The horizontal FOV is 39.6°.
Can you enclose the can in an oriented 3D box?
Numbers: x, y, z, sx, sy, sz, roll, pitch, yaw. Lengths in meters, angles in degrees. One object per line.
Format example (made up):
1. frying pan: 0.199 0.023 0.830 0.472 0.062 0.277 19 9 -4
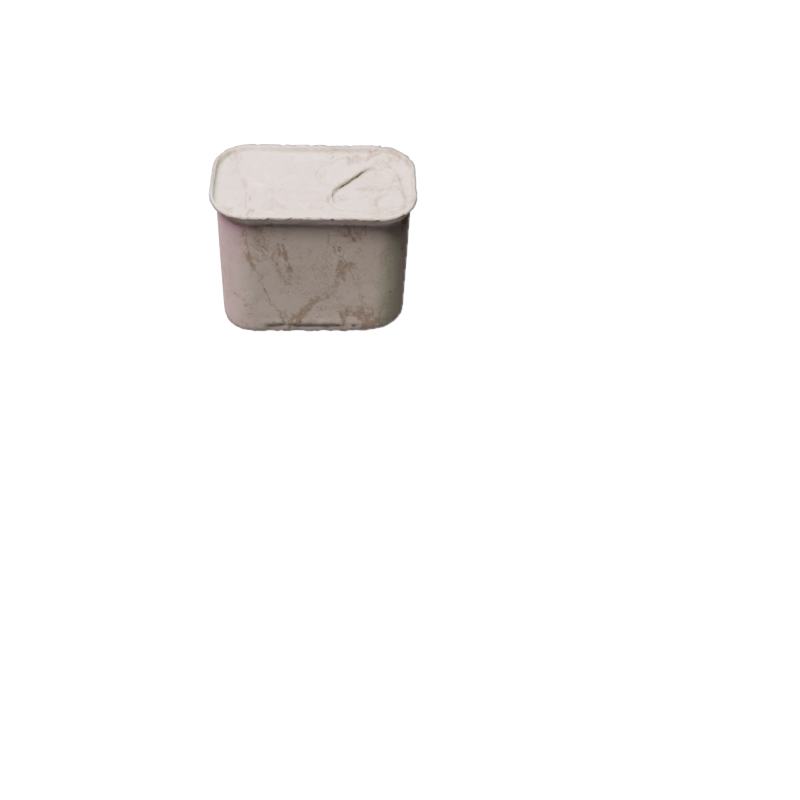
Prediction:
1. can: -0.045 -0.082 0.575 0.102 0.062 0.078 1 -44 -1
